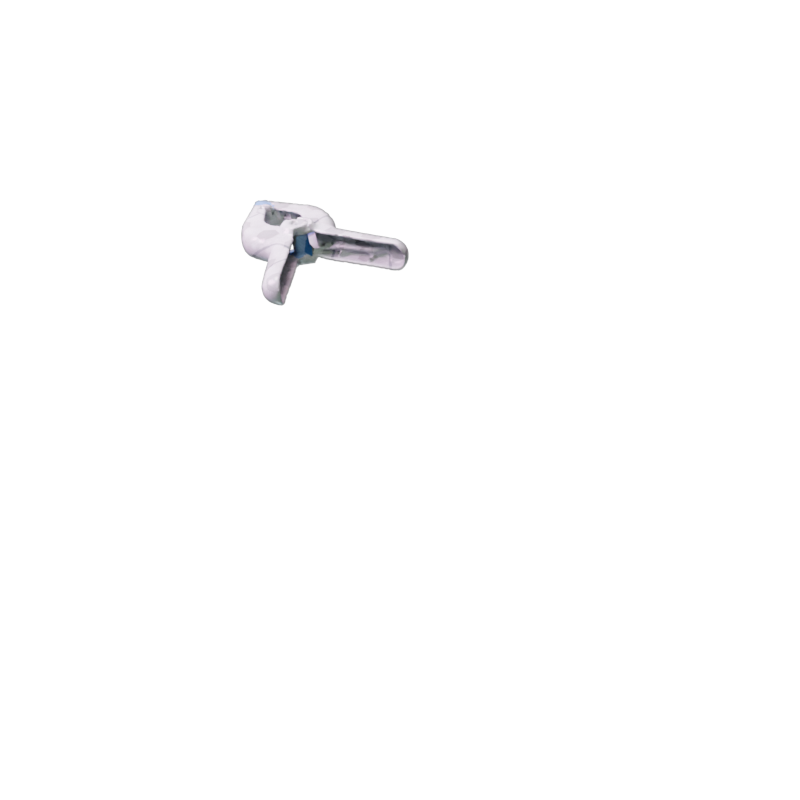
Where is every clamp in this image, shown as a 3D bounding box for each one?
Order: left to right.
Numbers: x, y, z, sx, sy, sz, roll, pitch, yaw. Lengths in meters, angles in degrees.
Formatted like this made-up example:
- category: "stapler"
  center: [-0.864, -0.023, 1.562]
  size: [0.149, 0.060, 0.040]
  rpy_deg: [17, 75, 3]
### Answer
- category: "clamp"
  center: [-0.071, -0.129, 0.906]
  size: [0.118, 0.037, 0.184]
  rpy_deg: [-9, 31, -16]
